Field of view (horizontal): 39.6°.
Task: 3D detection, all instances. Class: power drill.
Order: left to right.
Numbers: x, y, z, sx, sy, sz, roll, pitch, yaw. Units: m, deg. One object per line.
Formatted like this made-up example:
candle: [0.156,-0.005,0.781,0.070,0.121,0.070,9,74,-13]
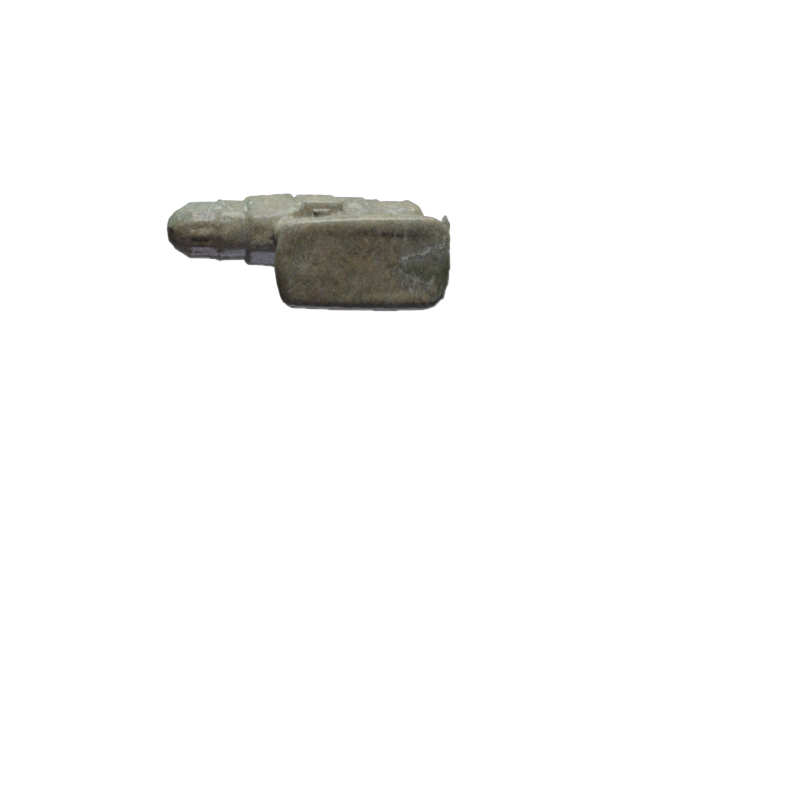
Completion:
power drill: [-0.057,-0.103,0.723,0.182,0.056,0.196,-3,17,-11]
